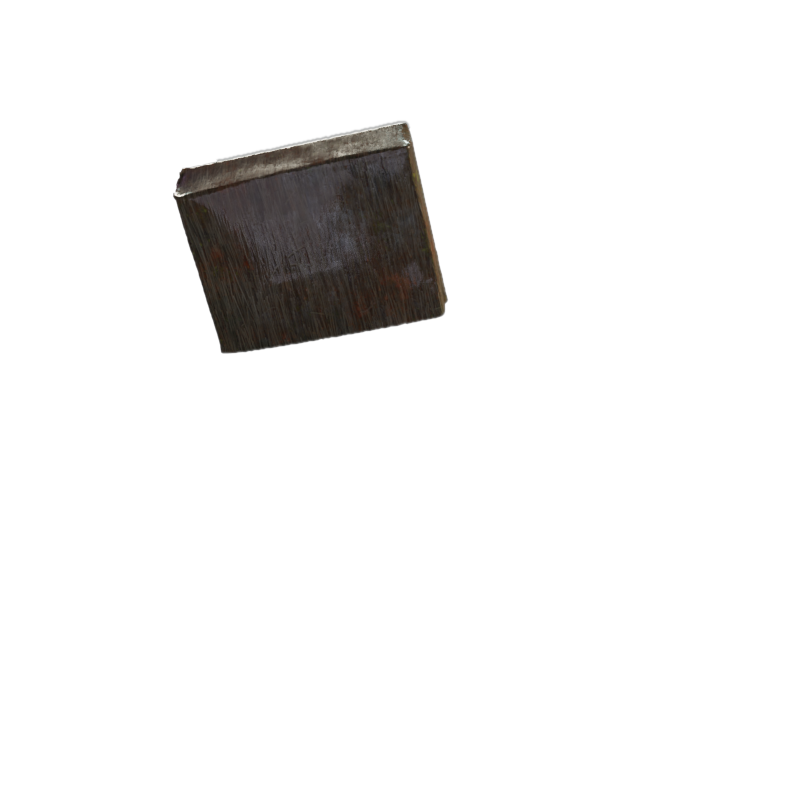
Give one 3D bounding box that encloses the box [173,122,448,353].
[{"bbox_3d":[-0.041,-0.075,0.526,0.114,0.085,0.041,-11,26,5],"label":"box"}]
